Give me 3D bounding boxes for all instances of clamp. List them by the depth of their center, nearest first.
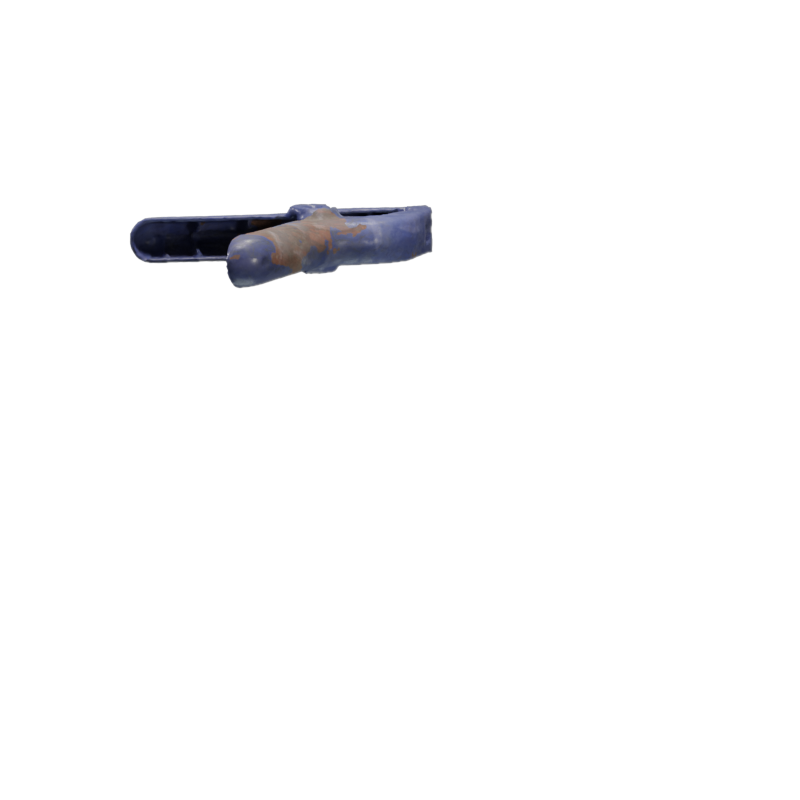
[{"bbox_3d":[-0.046,-0.084,0.590,0.168,0.038,0.128,-10,23,-25],"label":"clamp"}]
